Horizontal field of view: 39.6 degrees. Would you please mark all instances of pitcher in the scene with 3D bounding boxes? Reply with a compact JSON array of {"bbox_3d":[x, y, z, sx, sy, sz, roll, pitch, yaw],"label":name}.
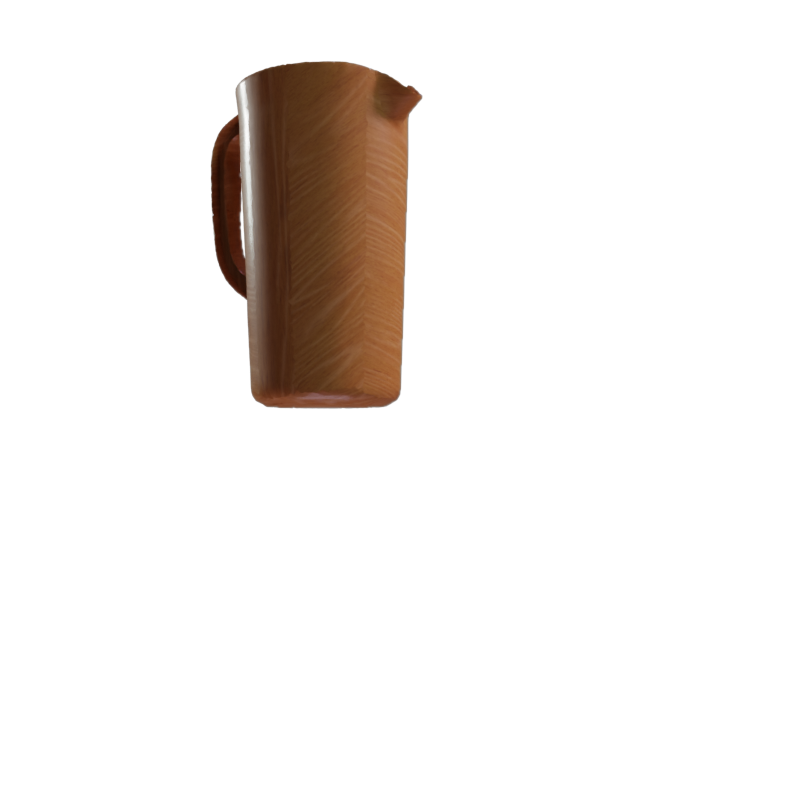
[{"bbox_3d":[-0.064,-0.117,0.823,0.143,0.249,0.148,1,-8,-12],"label":"pitcher"}]
